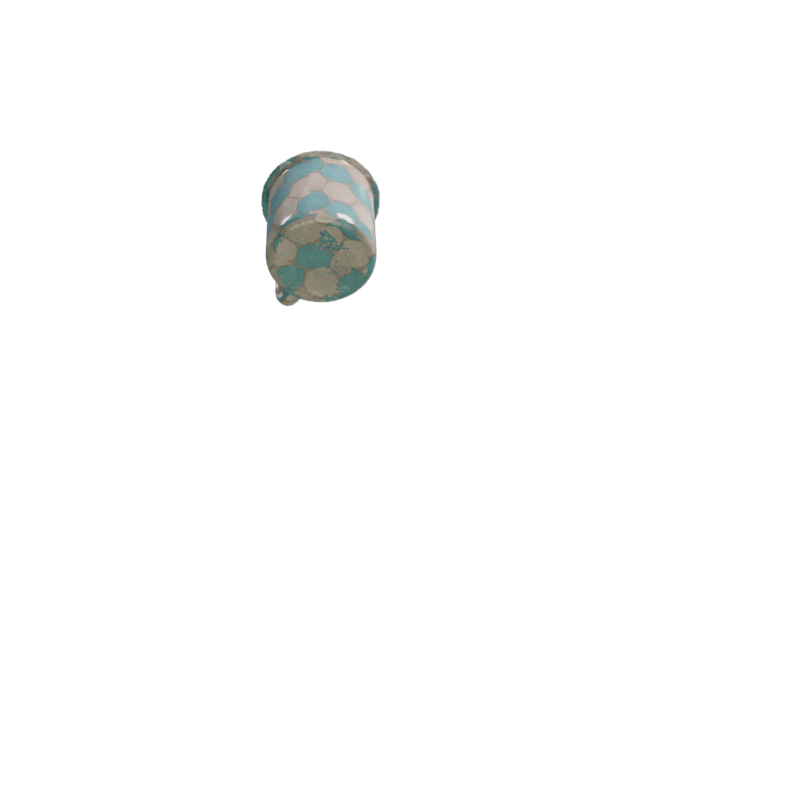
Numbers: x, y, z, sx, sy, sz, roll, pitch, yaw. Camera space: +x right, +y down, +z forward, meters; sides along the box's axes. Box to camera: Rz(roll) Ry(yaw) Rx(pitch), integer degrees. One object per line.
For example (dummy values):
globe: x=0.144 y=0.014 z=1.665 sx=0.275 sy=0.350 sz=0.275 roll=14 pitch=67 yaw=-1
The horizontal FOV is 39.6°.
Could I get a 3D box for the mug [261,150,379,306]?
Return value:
mug: x=-0.066 y=-0.120 z=0.841 sx=0.090 sy=0.113 sz=0.087 roll=24 pitch=34 yaw=-20
